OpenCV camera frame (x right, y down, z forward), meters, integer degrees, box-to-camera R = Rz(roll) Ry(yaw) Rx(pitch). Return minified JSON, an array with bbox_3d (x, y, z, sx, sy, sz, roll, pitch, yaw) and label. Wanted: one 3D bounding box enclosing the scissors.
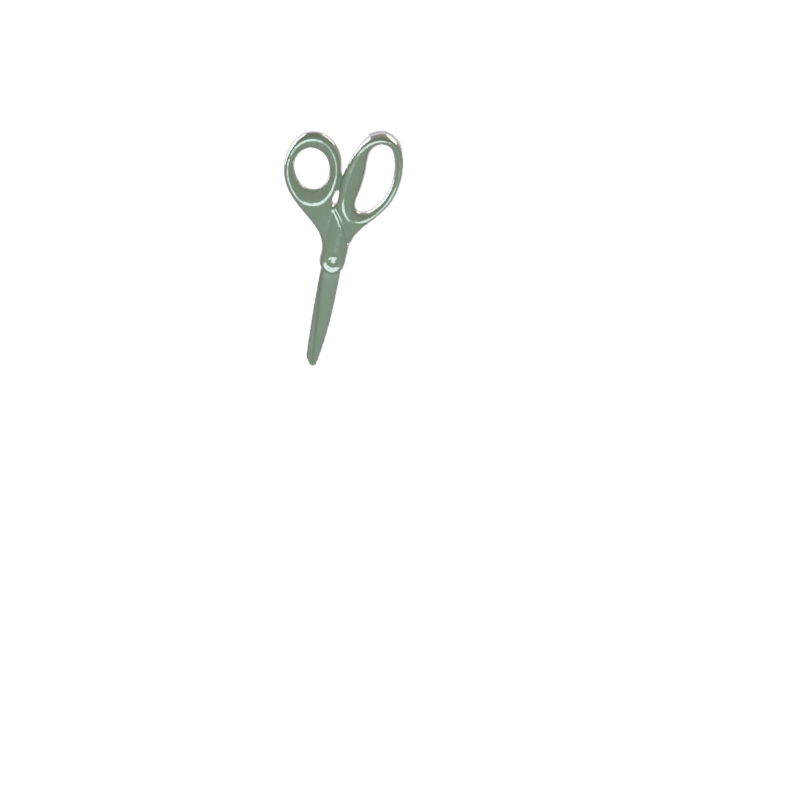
[{"bbox_3d":[-0.066,-0.121,0.846,0.094,0.195,0.017,25,25,-12],"label":"scissors"}]
